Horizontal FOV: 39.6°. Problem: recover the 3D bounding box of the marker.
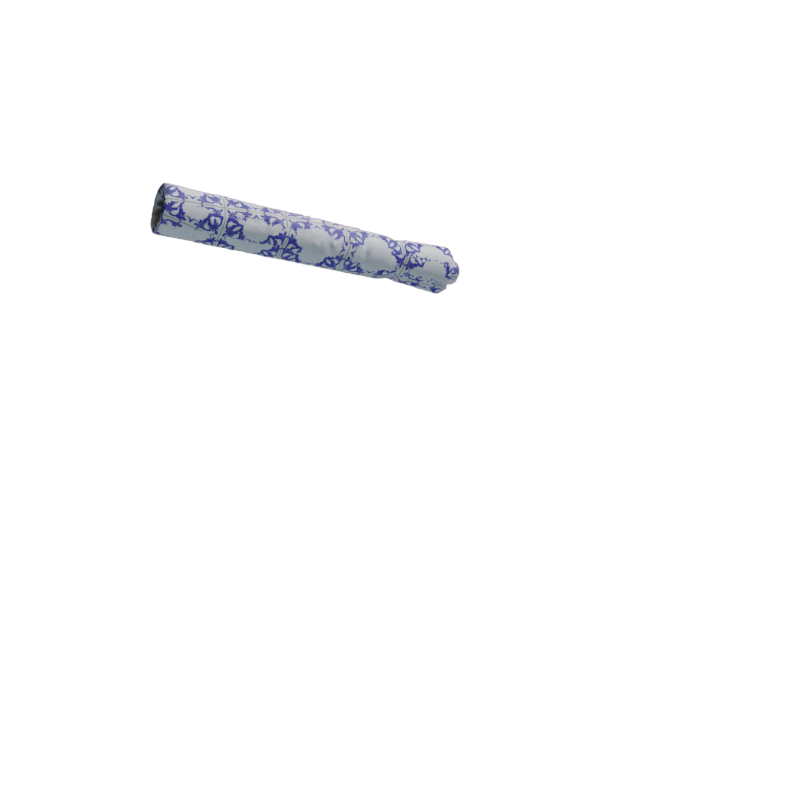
[{"bbox_3d":[-0.032,-0.059,0.415,0.117,0.020,0.020,10,0,-21],"label":"marker"}]
